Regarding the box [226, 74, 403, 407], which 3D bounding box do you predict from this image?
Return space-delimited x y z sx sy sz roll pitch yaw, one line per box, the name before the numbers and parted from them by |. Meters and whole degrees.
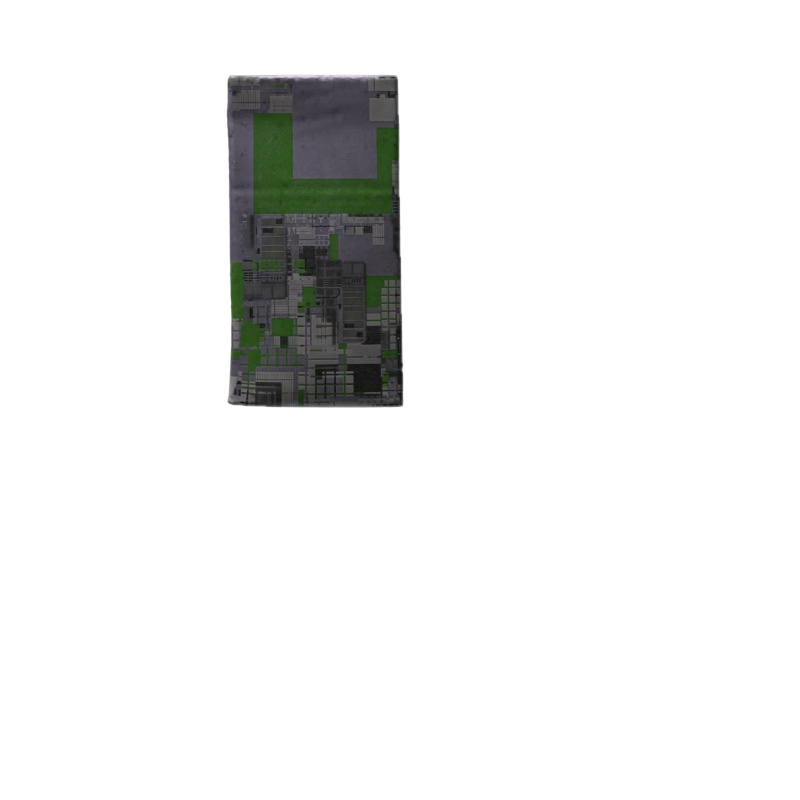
box | -0.047 -0.086 0.599 0.093 0.178 0.048 0 -5 -3
